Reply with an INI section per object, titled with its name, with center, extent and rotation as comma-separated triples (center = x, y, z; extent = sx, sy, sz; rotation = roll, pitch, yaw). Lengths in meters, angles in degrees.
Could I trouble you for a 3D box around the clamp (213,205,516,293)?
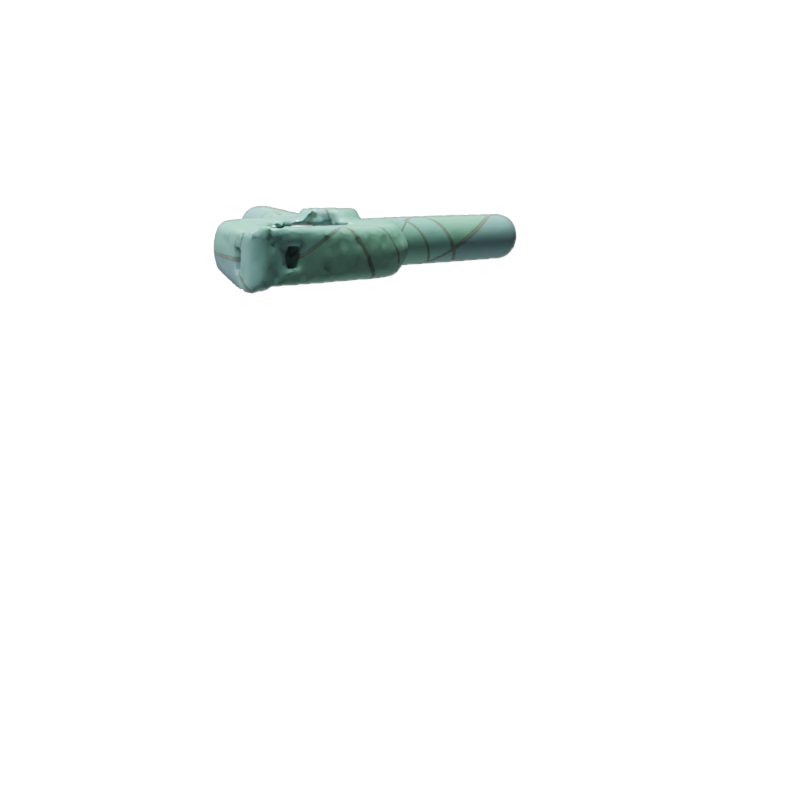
[clamp]
center = -0.045, -0.082, 0.576
extent = 0.170, 0.036, 0.208
rotation = 5, 13, 22
